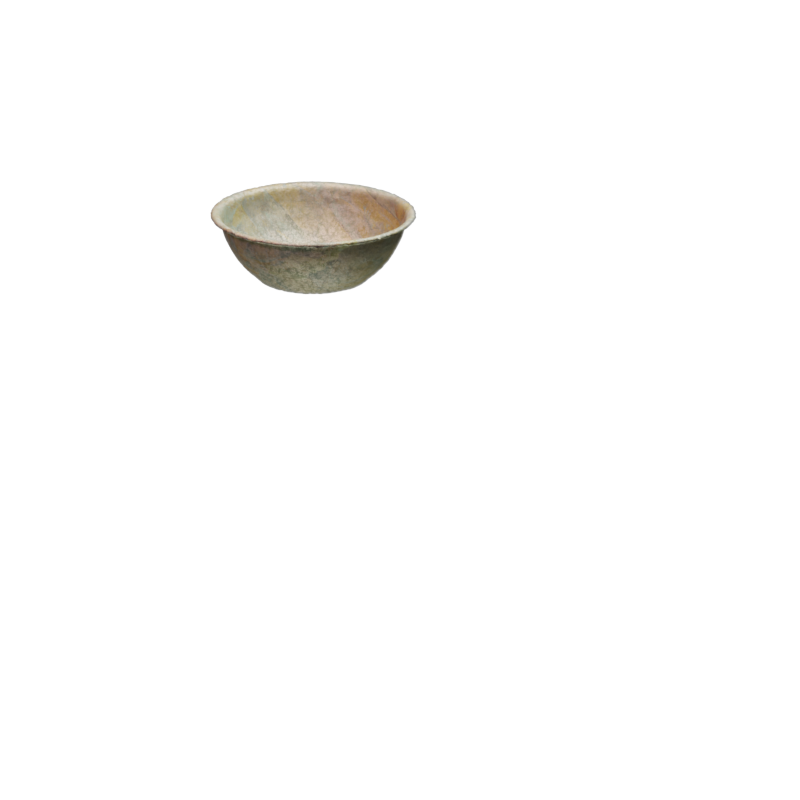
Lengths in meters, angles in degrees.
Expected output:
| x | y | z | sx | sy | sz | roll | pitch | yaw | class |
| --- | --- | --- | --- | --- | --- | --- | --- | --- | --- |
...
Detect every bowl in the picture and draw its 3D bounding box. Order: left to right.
| x | y | z | sx | sy | sz | roll | pitch | yaw | class |
| --- | --- | --- | --- | --- | --- | --- | --- | --- | --- |
| -0.069 | -0.126 | 0.882 | 0.162 | 0.052 | 0.171 | -1 | 25 | -2 | bowl |
